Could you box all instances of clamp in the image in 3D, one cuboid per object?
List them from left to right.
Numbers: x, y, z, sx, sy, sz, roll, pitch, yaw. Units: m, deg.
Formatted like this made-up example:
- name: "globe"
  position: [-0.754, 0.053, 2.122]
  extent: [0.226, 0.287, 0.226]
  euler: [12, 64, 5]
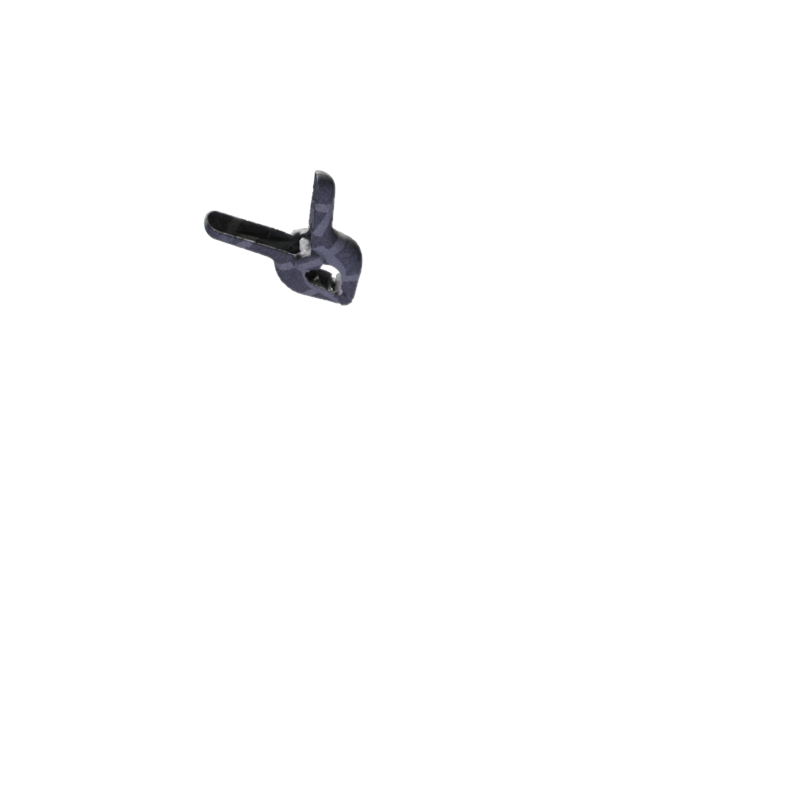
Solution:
- name: "clamp"
  position: [-0.076, -0.139, 0.975]
  extent: [0.121, 0.042, 0.159]
  euler: [-17, -31, 30]
